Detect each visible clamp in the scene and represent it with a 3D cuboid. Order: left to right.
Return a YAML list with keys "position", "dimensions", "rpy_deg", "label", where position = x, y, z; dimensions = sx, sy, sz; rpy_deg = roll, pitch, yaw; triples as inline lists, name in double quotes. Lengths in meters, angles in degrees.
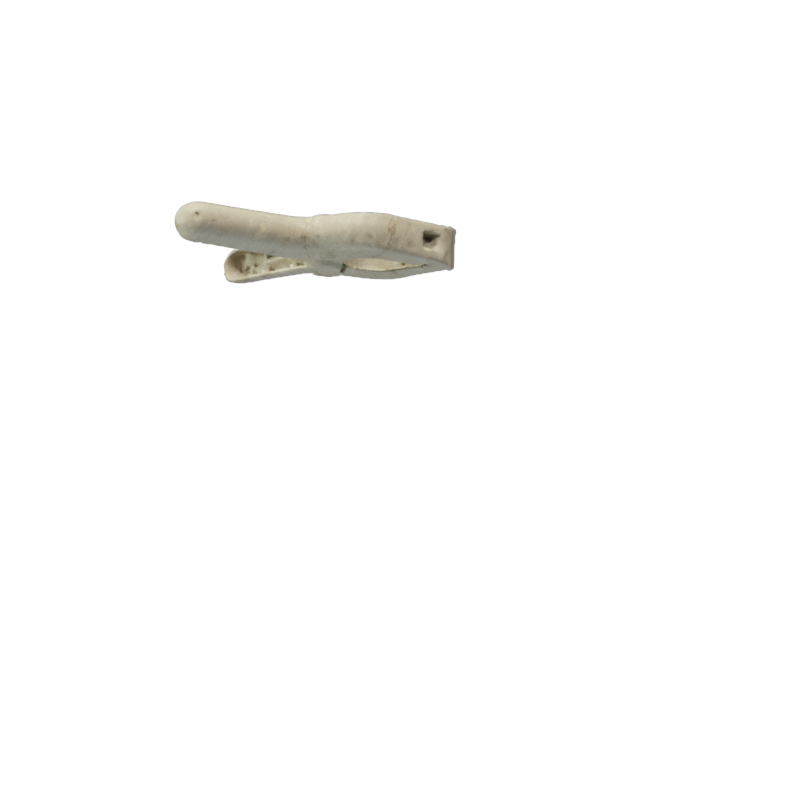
- position: [-0.055, -0.100, 0.699]
  dimensions: [0.175, 0.040, 0.115]
  rpy_deg: [-2, -5, 19]
  label: "clamp"
